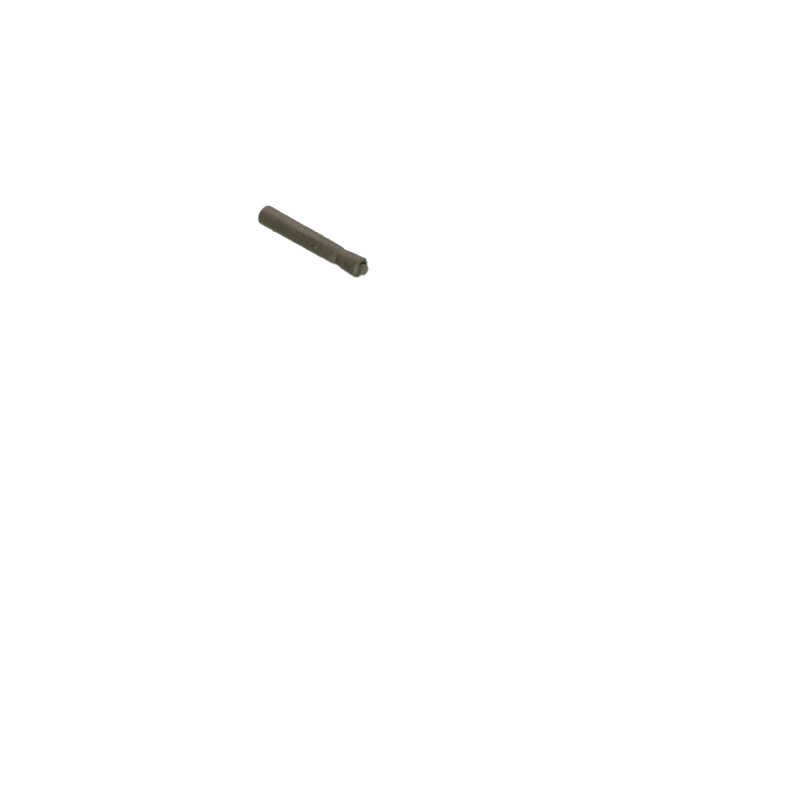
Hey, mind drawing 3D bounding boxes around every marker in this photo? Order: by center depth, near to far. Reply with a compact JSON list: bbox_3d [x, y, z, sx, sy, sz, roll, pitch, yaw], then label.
[{"bbox_3d":[-0.076,-0.138,0.967,0.129,0.019,0.019,32,21,31],"label":"marker"}]
